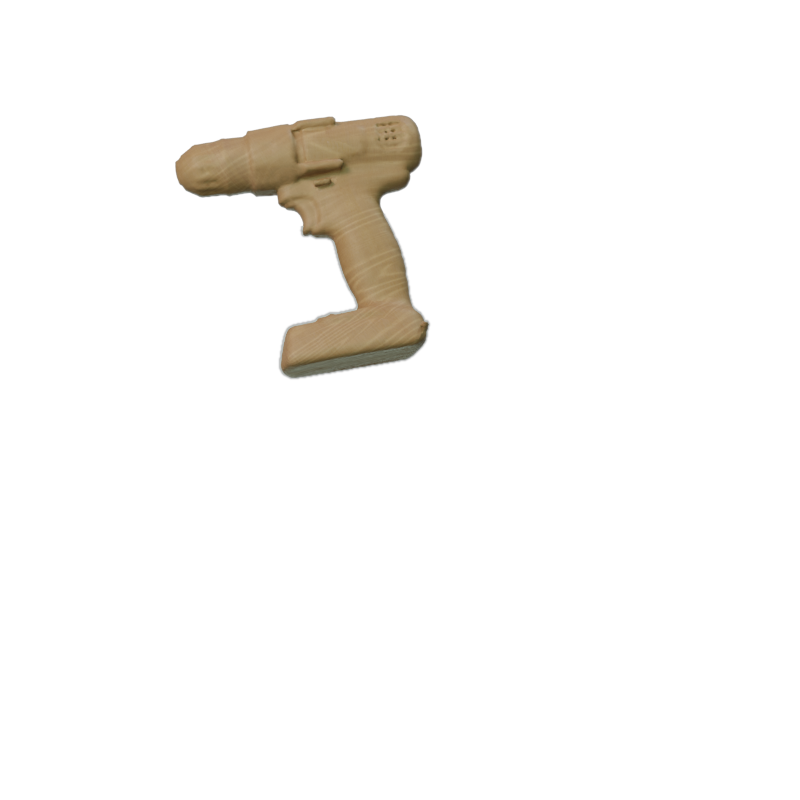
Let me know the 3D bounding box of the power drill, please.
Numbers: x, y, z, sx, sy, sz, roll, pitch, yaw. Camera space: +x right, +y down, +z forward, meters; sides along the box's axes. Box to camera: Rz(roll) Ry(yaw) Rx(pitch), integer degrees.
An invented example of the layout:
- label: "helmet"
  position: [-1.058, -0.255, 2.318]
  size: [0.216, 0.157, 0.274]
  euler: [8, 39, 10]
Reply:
- label: "power drill"
  position: [-0.063, -0.115, 0.806]
  size: [0.184, 0.196, 0.055]
  euler: [-9, -16, -3]
